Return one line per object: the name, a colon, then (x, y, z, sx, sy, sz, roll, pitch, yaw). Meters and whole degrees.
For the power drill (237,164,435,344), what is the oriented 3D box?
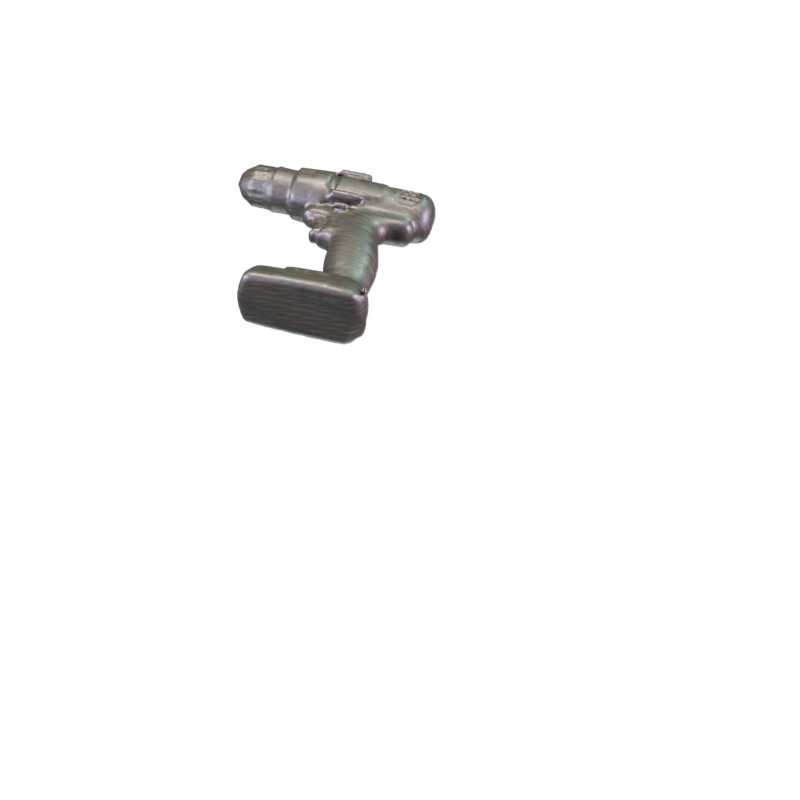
power drill: (-0.075, -0.137, 0.960, 0.188, 0.053, 0.197, 11, 43, 11)
